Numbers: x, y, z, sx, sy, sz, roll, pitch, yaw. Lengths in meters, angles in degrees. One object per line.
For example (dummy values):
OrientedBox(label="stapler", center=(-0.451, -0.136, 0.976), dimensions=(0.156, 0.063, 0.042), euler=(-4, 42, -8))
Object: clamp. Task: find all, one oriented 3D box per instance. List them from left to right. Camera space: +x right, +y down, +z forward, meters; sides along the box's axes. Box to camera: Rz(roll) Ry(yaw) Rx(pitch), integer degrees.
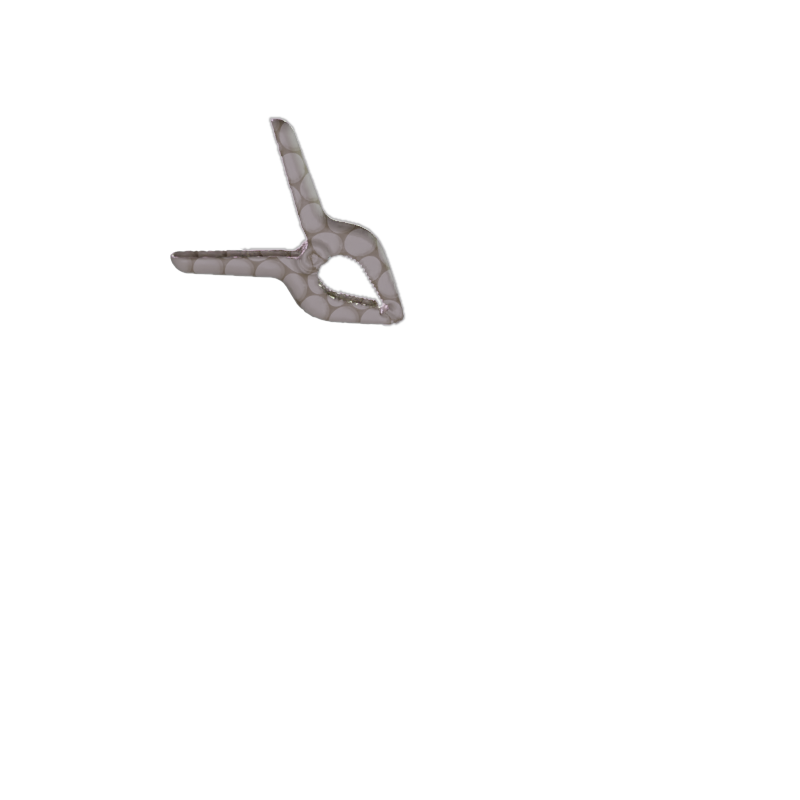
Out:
OrientedBox(label="clamp", center=(-0.078, -0.141, 0.990), dimensions=(0.206, 0.161, 0.038), euler=(29, 15, -9))
